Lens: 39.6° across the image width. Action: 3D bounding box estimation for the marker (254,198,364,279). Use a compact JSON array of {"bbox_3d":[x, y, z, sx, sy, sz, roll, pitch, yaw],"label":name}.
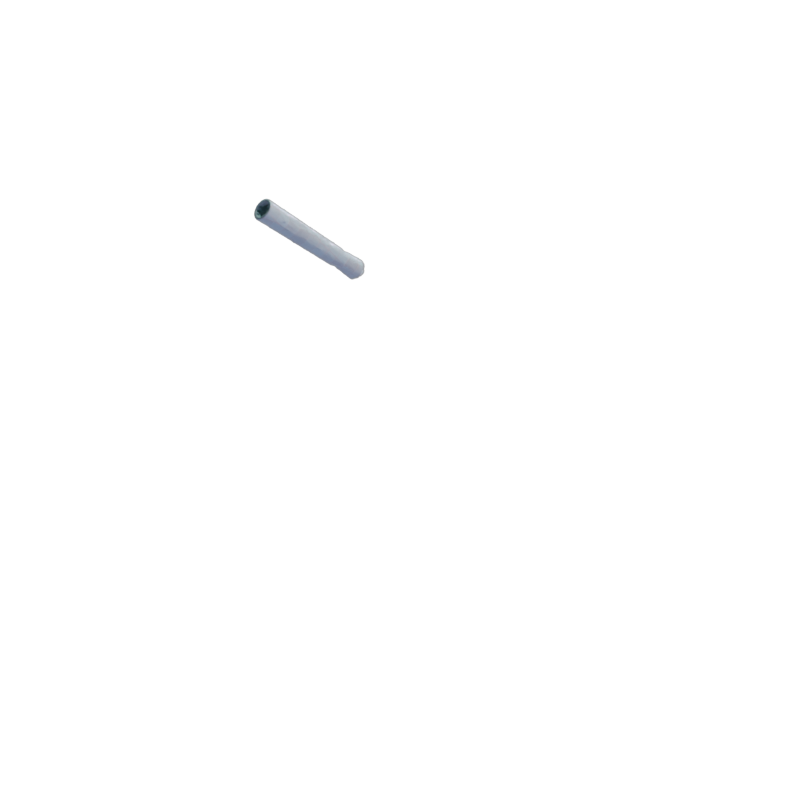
[{"bbox_3d":[-0.071,-0.129,0.905,0.021,0.020,0.113,4,-19,46],"label":"marker"}]
